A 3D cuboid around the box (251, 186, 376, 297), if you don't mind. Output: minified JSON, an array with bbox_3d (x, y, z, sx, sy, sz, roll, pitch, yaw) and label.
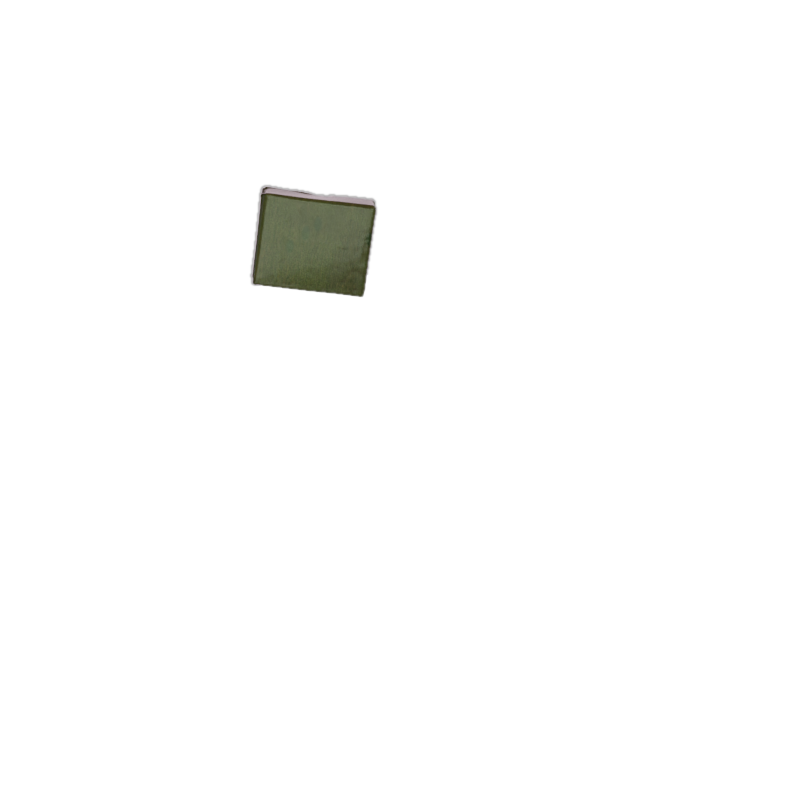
[{"bbox_3d":[-0.067,-0.122,0.856,0.089,0.071,0.031,7,16,-2],"label":"box"}]
